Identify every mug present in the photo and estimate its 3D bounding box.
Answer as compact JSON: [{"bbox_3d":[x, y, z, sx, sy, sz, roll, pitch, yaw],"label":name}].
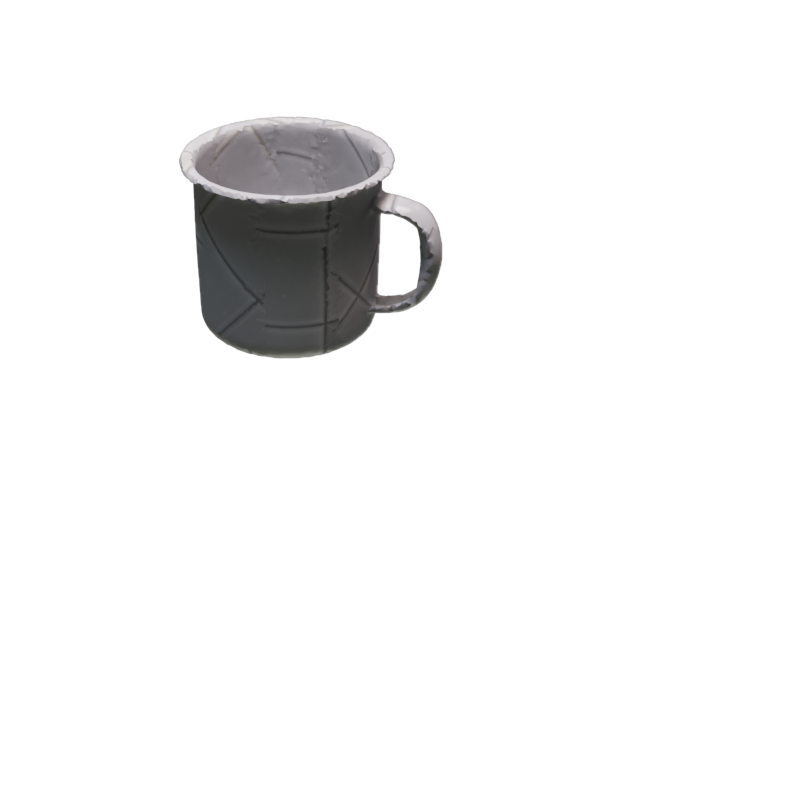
[{"bbox_3d":[-0.039,-0.070,0.492,0.120,0.077,0.096,10,33,15],"label":"mug"}]
